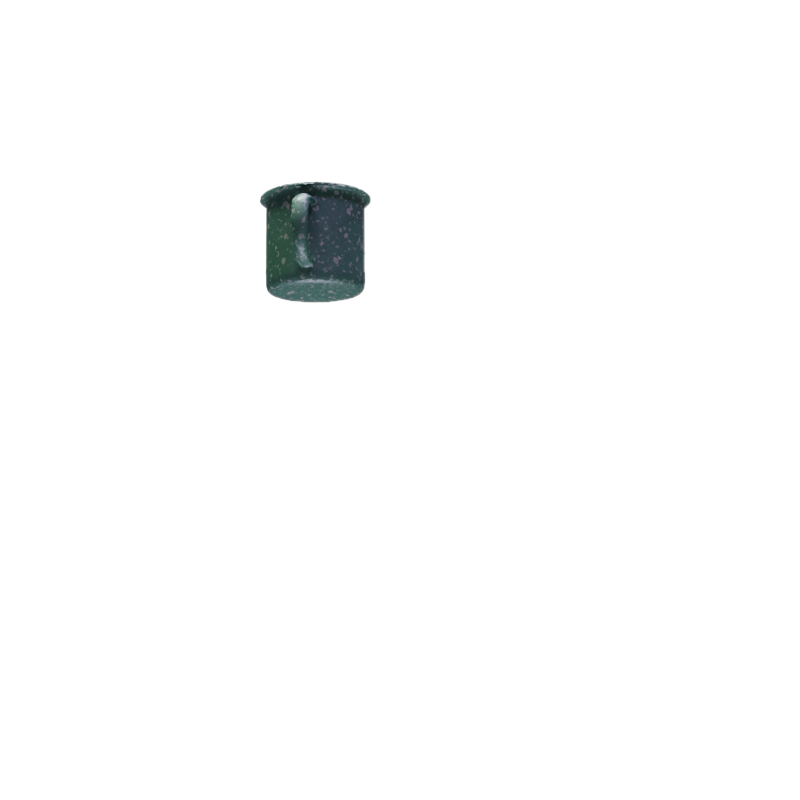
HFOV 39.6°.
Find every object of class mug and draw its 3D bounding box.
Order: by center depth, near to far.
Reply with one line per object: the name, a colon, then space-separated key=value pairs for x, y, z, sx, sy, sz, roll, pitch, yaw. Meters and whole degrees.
mug: x=-0.071 y=-0.130 z=0.908 sx=0.094 sy=0.084 sz=0.113 roll=-1 pitch=-11 yaw=5
